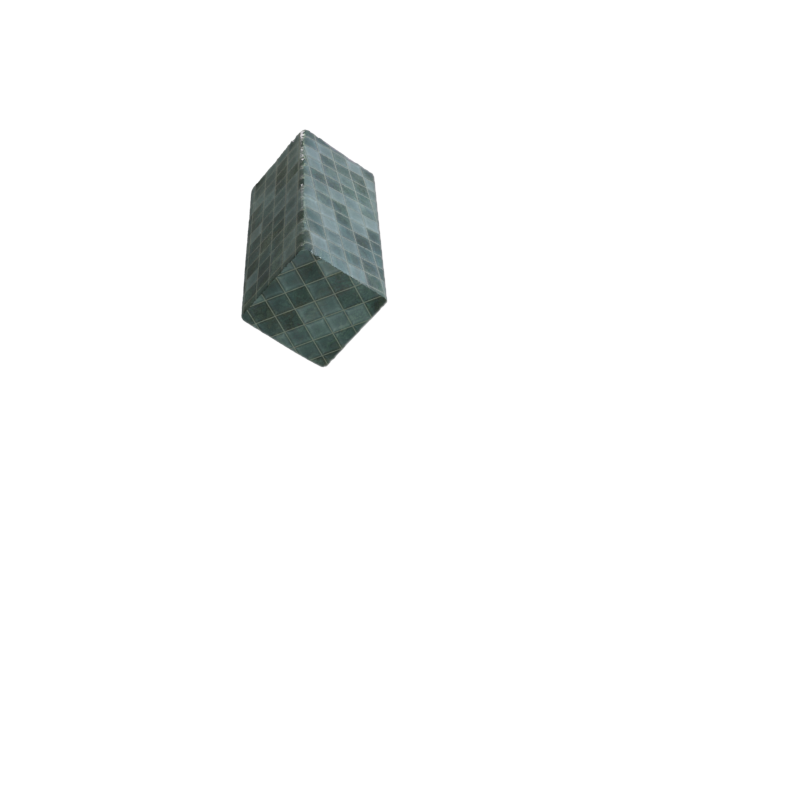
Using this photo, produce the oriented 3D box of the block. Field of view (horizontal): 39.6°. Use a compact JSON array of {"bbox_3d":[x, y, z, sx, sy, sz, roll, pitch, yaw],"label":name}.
[{"bbox_3d":[-0.078,-0.141,0.989,0.086,0.089,0.221,31,30,-25],"label":"block"}]
